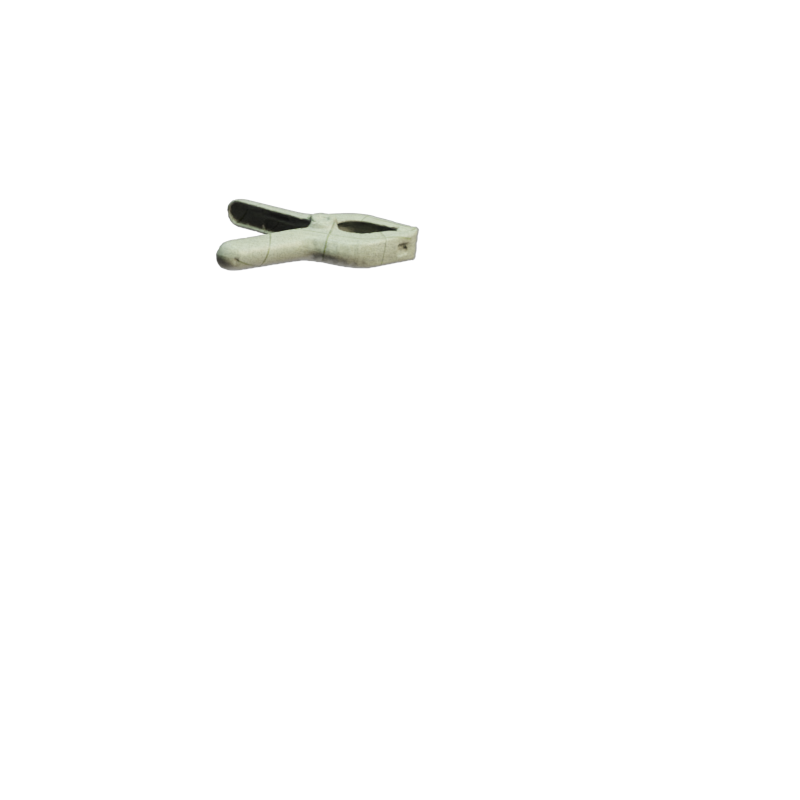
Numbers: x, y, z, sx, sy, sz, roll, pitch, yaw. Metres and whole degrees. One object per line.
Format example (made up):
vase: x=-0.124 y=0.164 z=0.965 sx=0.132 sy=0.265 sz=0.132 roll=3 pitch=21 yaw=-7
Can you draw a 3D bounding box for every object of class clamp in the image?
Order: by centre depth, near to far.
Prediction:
clamp: x=-0.072 y=-0.132 z=0.926 sx=0.173 sy=0.037 sz=0.126 roll=5 pitch=33 yaw=7
